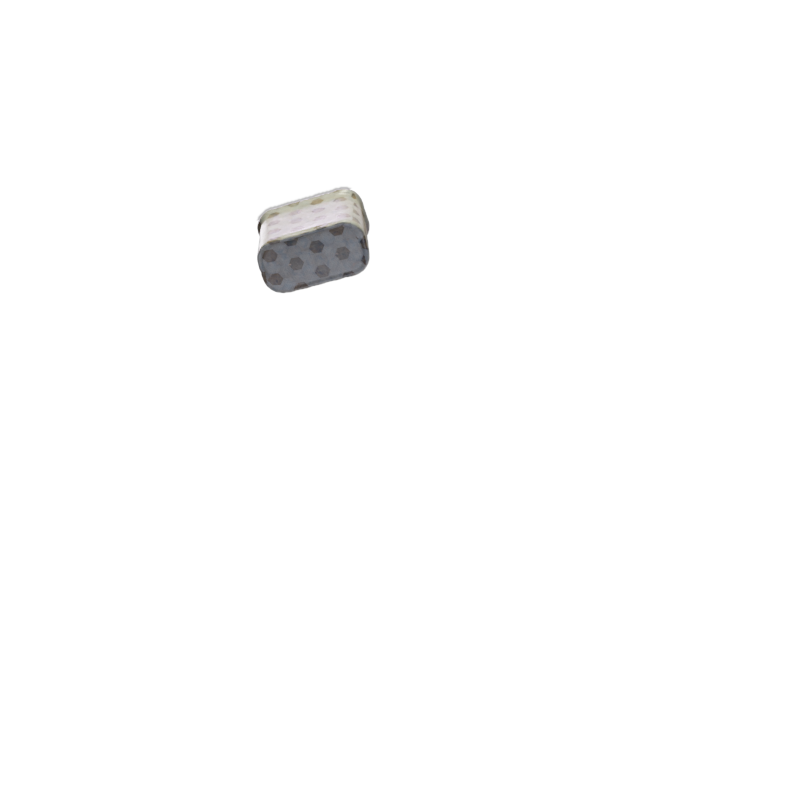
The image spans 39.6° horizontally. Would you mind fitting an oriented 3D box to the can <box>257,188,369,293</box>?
[{"bbox_3d":[-0.078,-0.142,0.996,0.102,0.054,0.088,-15,25,5],"label":"can"}]
